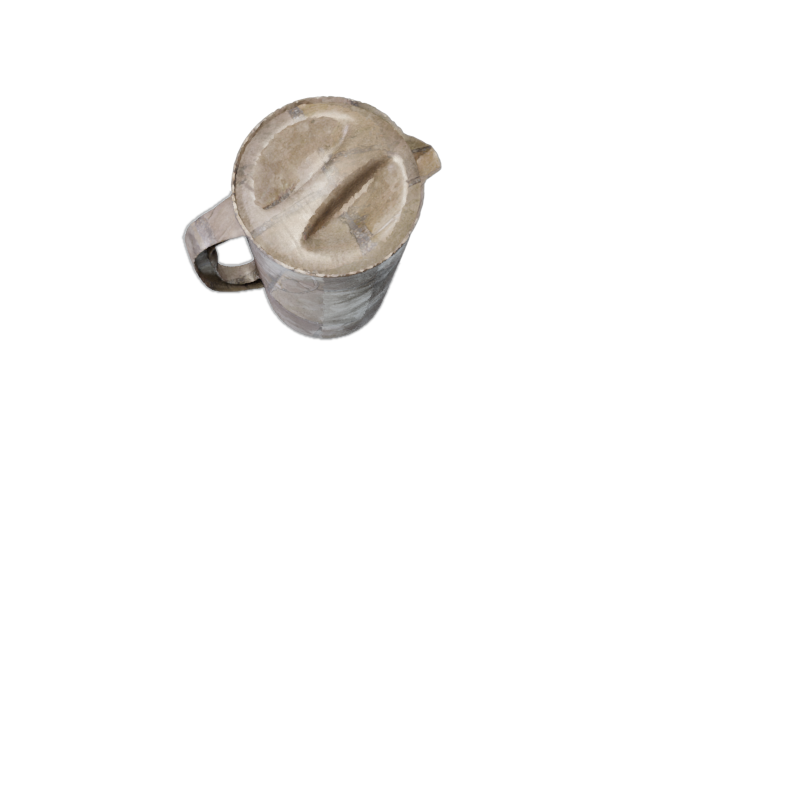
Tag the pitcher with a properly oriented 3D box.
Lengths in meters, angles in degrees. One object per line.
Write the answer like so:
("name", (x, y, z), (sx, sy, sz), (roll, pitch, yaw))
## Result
("pitcher", (-0.068, -0.123, 0.863), (0.151, 0.149, 0.234), (24, -14, 3))
